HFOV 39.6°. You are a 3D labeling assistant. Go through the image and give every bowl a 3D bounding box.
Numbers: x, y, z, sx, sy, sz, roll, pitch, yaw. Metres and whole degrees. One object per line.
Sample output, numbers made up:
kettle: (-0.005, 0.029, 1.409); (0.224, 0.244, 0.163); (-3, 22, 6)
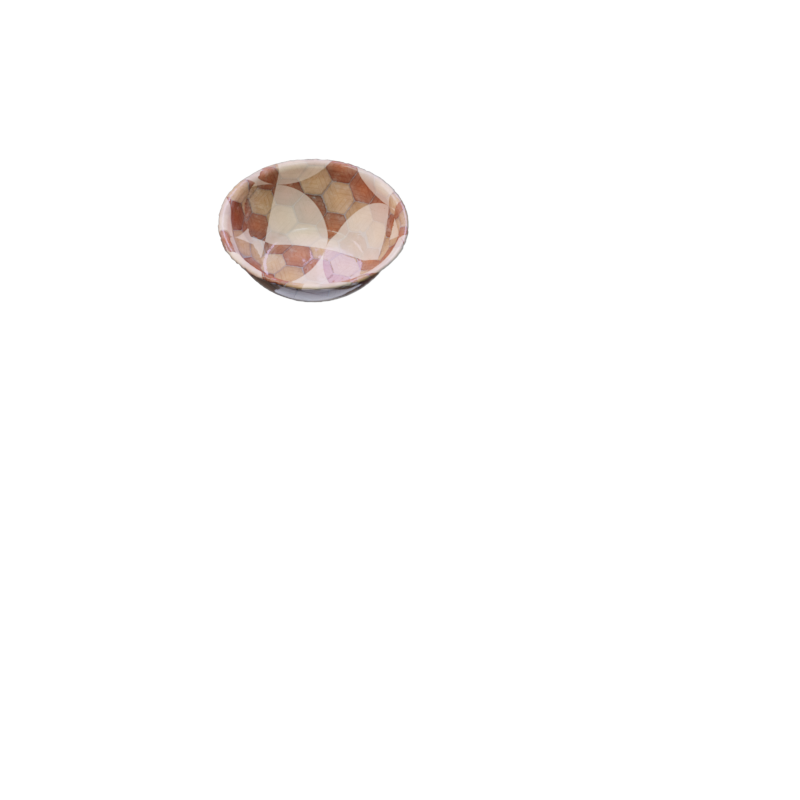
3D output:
bowl: (-0.075, -0.136, 0.952); (0.162, 0.174, 0.051); (-1, -42, -1)
